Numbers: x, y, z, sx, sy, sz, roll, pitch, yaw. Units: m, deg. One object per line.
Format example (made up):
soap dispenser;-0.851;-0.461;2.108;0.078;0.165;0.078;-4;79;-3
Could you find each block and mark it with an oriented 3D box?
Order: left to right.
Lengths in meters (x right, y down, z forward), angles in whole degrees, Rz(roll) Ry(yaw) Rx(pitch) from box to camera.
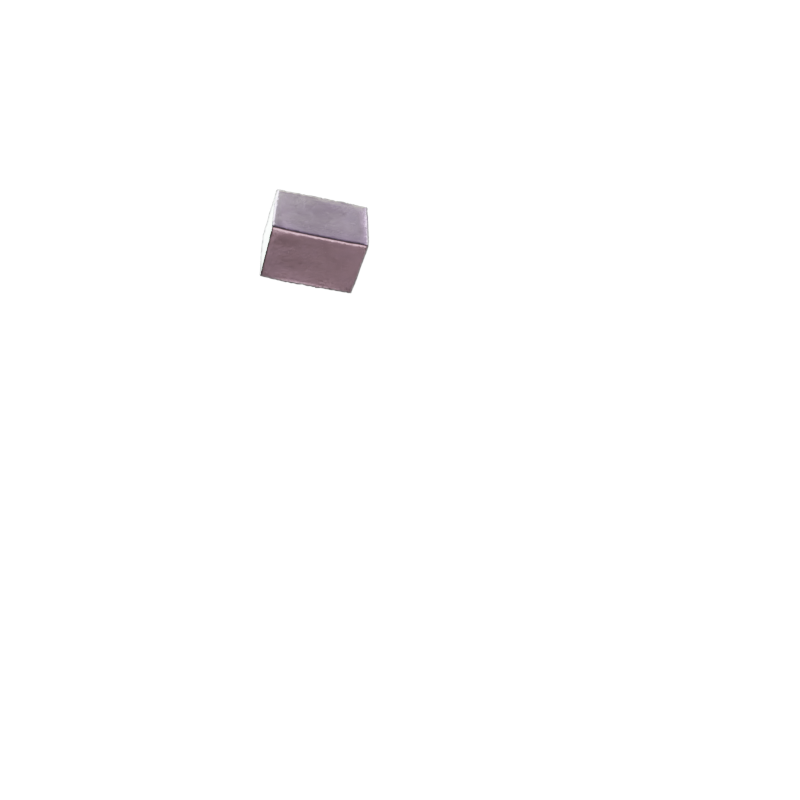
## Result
block;-0.069;-0.125;0.878;0.077;0.050;0.055;11;41;-11
